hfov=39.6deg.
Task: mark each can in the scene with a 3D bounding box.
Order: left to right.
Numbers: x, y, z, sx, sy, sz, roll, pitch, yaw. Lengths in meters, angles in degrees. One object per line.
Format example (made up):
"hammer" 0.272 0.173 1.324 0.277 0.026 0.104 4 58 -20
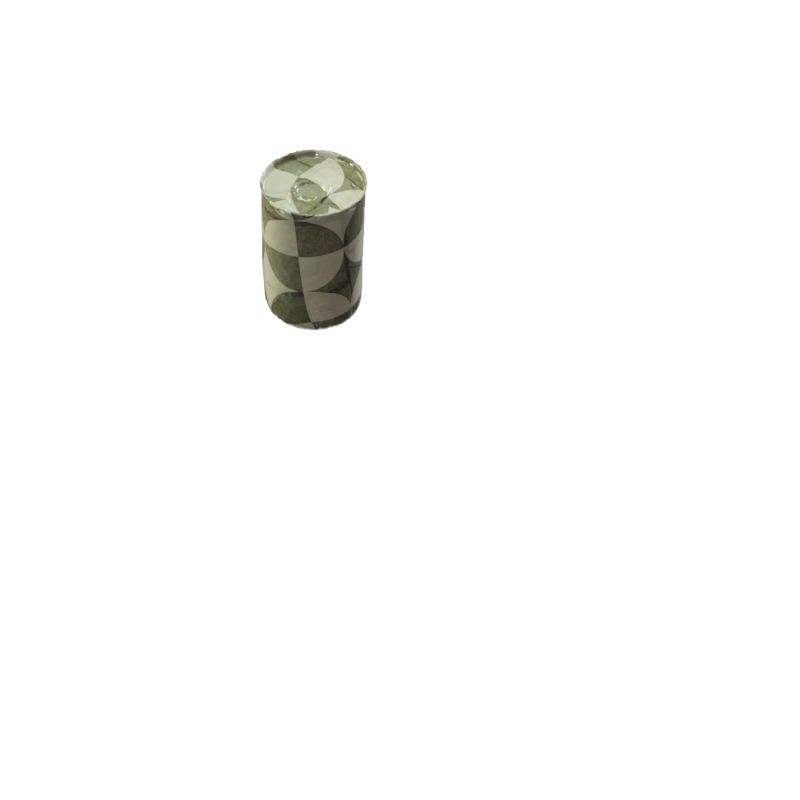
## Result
"can" -0.057 -0.105 0.734 0.068 0.095 0.074 0 45 -3
